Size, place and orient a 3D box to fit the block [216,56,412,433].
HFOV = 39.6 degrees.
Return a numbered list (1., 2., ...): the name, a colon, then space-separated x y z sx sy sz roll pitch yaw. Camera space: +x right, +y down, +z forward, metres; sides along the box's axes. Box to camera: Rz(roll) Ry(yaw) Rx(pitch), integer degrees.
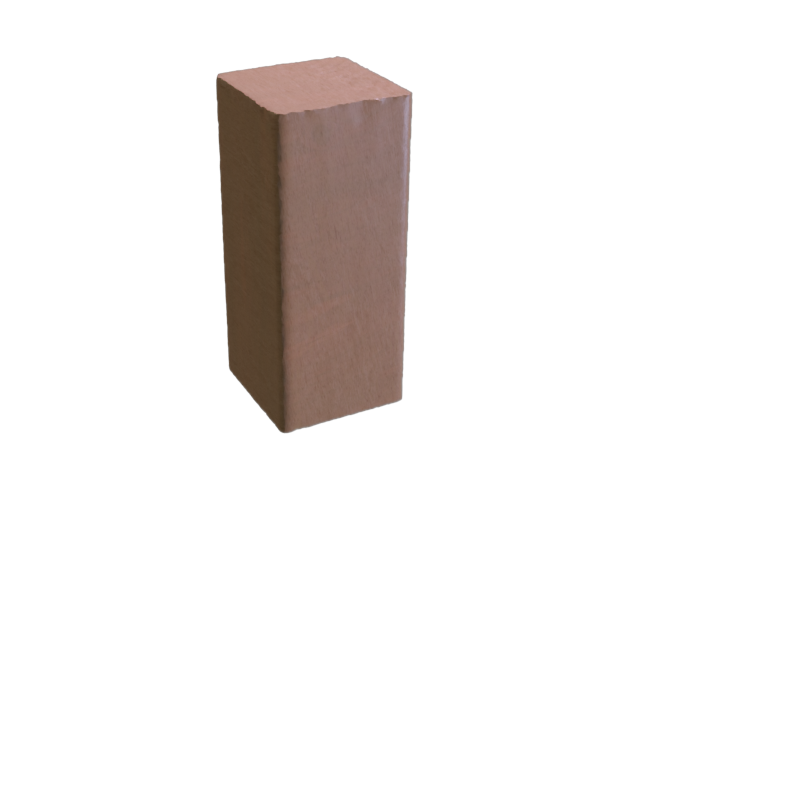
1. block: -0.055 -0.098 0.690 0.089 0.195 0.098 -13 31 -26
